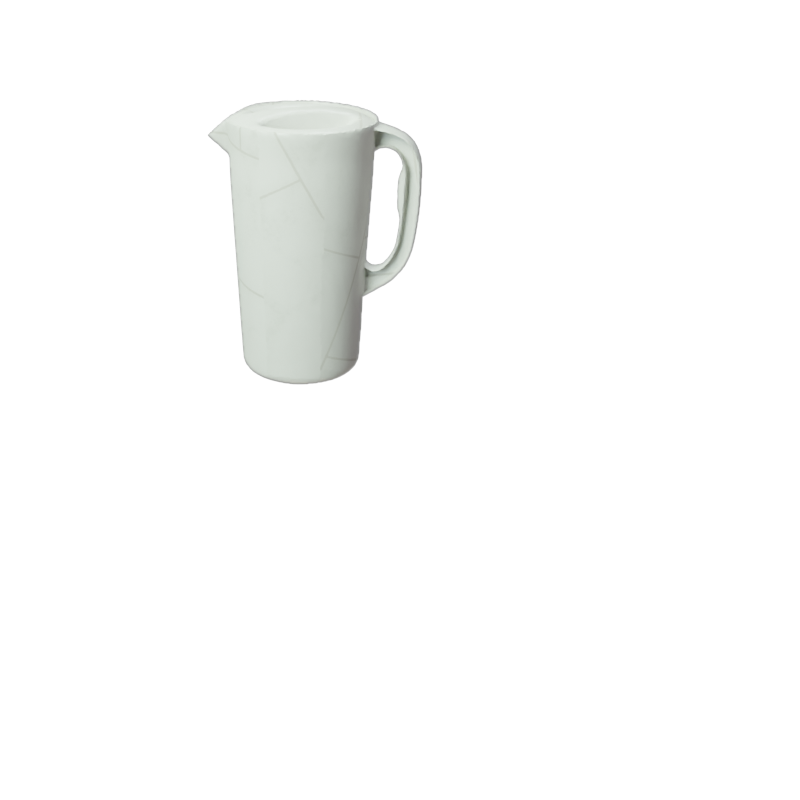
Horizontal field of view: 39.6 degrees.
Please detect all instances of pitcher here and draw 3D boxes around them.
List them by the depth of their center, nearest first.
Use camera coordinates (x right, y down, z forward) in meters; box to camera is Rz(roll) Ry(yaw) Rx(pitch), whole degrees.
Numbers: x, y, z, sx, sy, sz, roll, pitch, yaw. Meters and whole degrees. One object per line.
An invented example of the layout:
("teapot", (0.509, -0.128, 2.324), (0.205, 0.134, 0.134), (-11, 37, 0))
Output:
("pitcher", (-0.078, -0.142, 0.994), (0.142, 0.232, 0.159), (-16, 27, -36))
